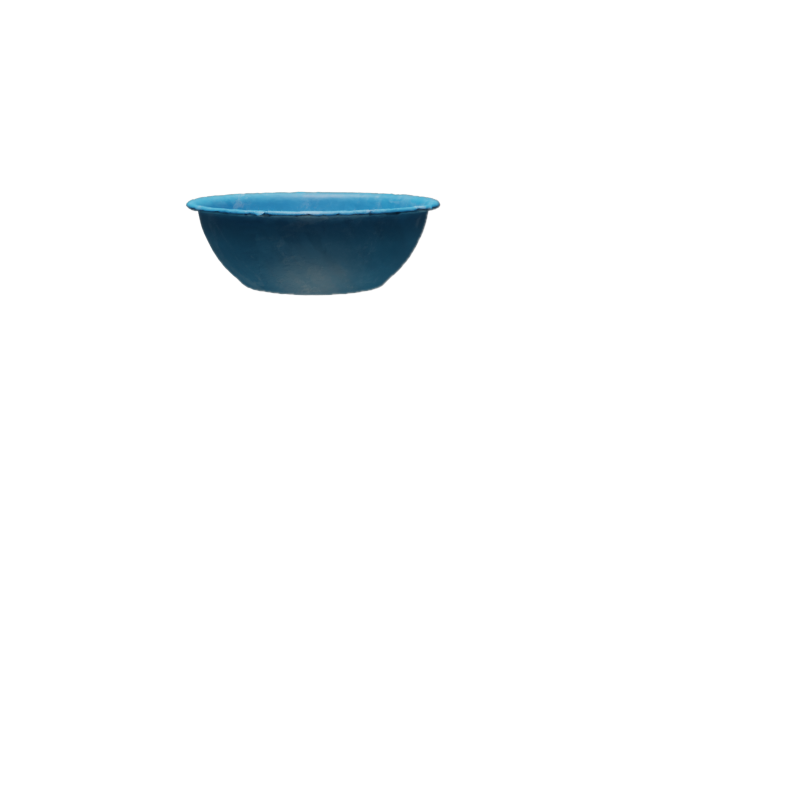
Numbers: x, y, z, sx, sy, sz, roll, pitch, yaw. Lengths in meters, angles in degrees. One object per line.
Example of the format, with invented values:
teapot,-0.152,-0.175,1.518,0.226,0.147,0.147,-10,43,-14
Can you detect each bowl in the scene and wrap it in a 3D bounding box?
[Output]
bowl,-0.056,-0.101,0.711,0.162,0.054,0.167,0,14,-2
